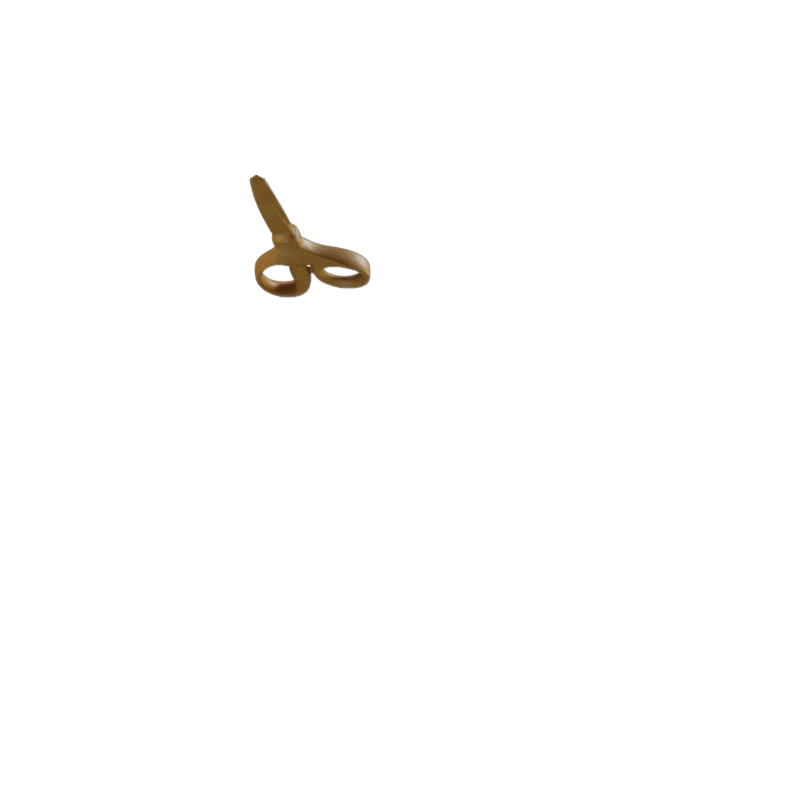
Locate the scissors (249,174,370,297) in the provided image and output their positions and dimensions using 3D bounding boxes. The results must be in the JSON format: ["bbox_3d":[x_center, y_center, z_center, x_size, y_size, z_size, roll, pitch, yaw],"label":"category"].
[{"bbox_3d":[-0.061,-0.111,0.776,0.095,0.016,0.195,2,-15,-8],"label":"scissors"}]
